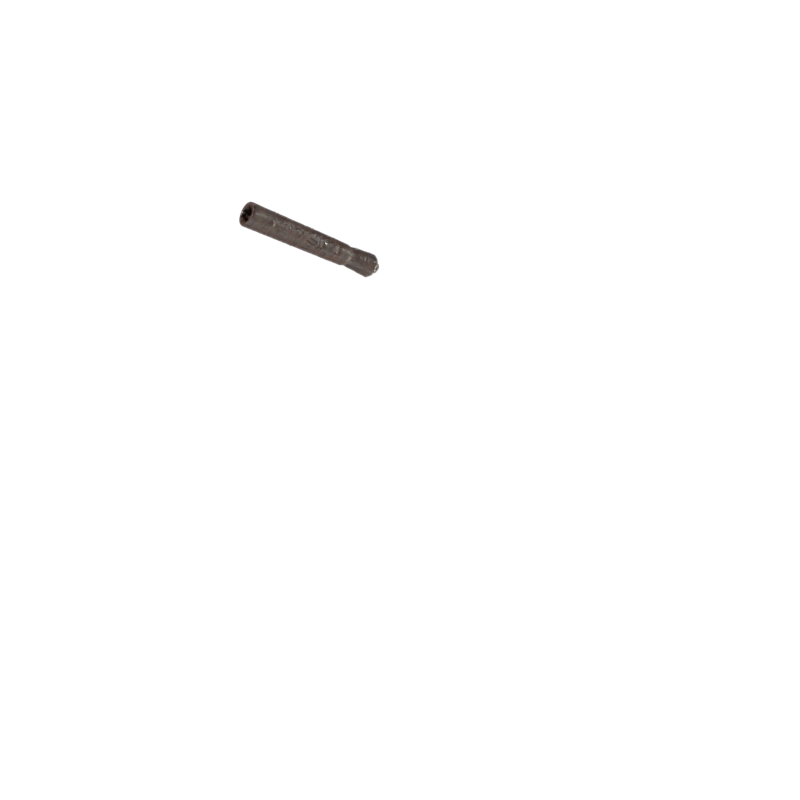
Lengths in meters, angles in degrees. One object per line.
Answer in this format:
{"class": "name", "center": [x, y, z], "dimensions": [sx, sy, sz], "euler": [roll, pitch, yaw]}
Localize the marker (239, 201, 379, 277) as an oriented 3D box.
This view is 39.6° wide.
{"class": "marker", "center": [-0.064, -0.116, 0.815], "dimensions": [0.114, 0.020, 0.021], "euler": [19, -8, -33]}
